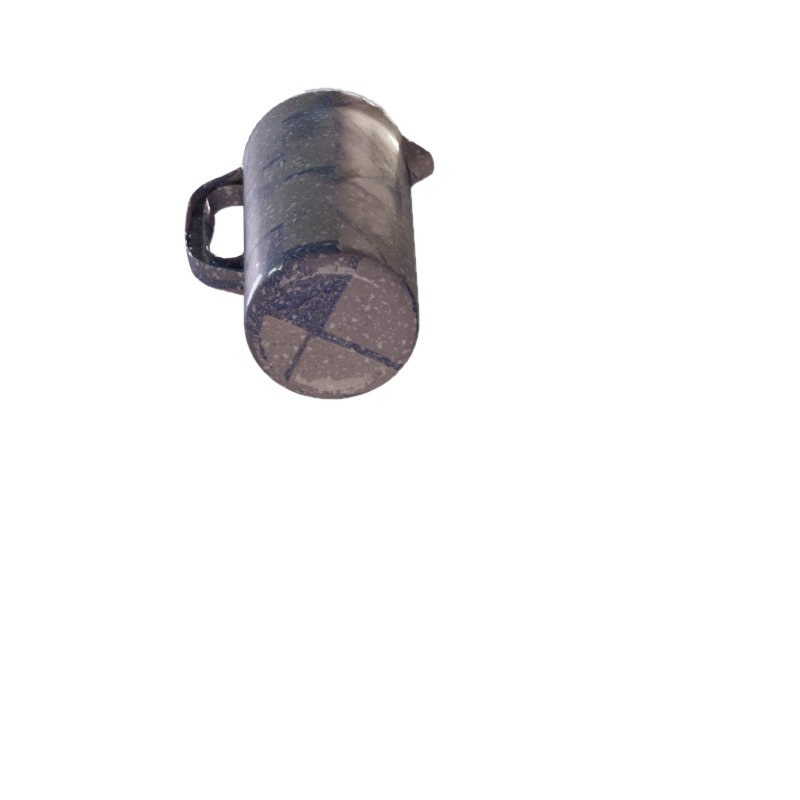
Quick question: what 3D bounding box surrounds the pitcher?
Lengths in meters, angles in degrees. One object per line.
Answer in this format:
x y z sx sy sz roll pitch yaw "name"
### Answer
-0.061 -0.110 0.774 0.139 0.146 0.259 32 26 -22 "pitcher"
